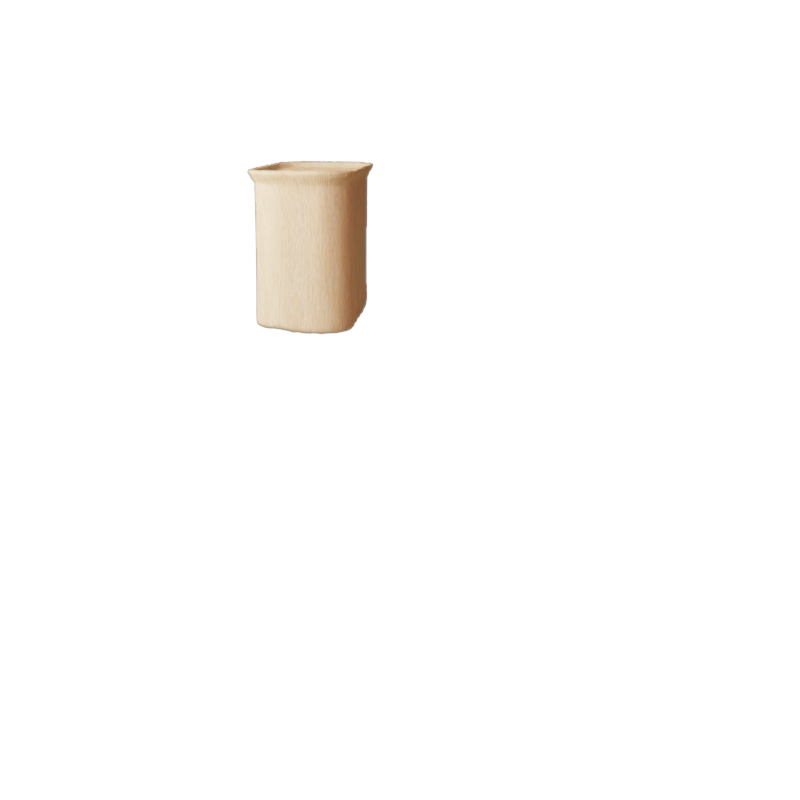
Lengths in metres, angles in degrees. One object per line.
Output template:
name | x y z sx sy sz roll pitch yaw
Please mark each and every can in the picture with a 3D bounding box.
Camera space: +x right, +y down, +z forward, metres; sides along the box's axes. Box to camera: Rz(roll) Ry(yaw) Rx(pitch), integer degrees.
can | -0.047 -0.086 0.605 0.058 0.082 0.103 1 11 6
